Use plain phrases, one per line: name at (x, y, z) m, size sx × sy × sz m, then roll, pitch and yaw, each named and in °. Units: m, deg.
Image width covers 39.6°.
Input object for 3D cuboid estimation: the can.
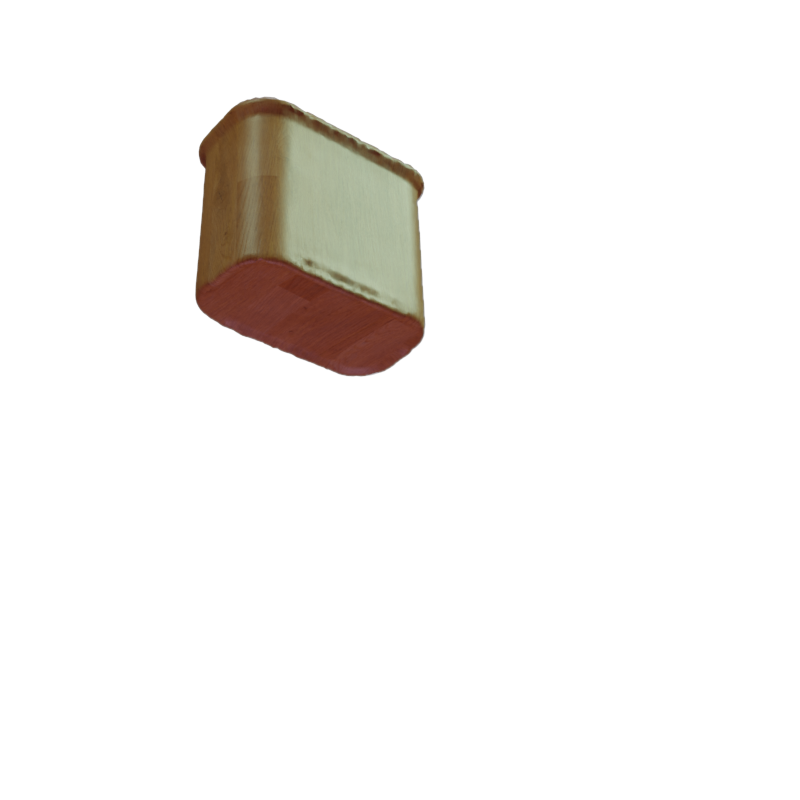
can at (-0.037, -0.067, 0.473) m, size 0.096 × 0.090 × 0.057 m, roll 22°, pitch -41°, yaw -31°
